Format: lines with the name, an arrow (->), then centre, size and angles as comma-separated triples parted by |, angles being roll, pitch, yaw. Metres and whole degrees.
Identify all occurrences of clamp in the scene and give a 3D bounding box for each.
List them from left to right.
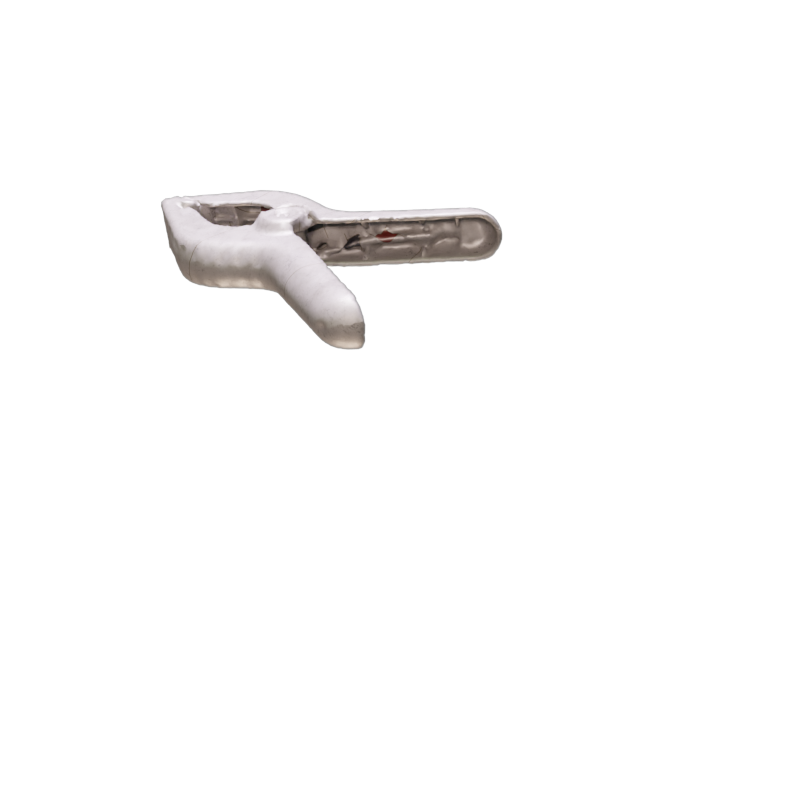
clamp -> -0.041, -0.076, 0.529 | 0.119, 0.037, 0.183 | -23, 35, -38
